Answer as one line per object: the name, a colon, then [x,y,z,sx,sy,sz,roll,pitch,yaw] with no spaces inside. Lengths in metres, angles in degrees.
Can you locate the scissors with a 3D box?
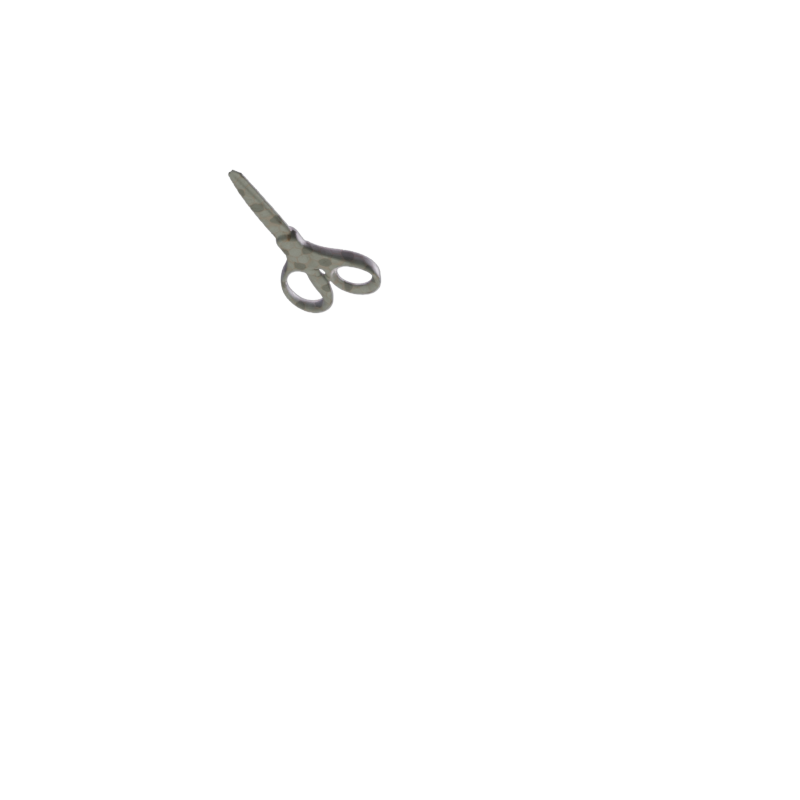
scissors: [-0.071,-0.130,0.909,0.097,0.017,0.187,-4,-30,6]
